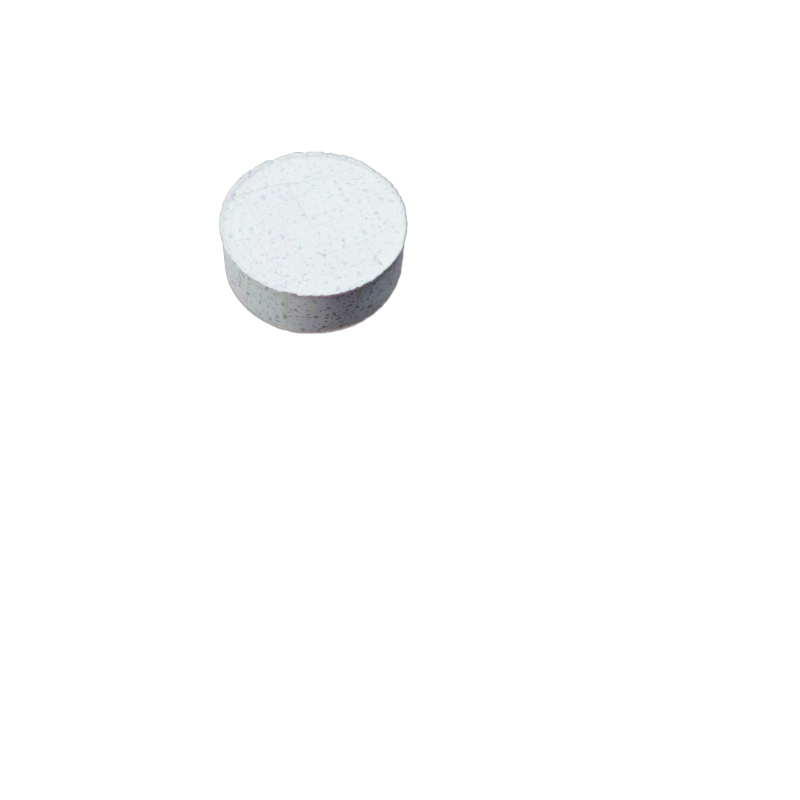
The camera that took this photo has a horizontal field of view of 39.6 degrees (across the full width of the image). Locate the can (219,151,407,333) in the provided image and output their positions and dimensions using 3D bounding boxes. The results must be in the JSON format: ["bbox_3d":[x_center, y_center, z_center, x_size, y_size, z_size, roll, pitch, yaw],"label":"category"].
[{"bbox_3d":[-0.040,-0.074,0.517,0.086,0.092,0.031,-1,-36,-1],"label":"can"}]
